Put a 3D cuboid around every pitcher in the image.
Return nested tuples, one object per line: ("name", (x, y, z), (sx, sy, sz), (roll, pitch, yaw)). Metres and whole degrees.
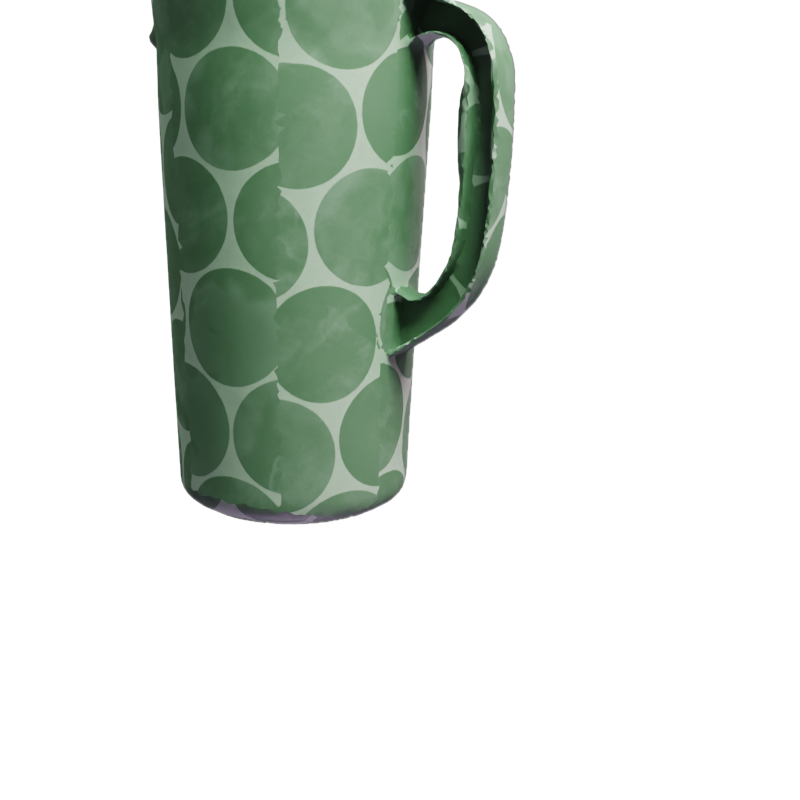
("pitcher", (-0.040, -0.073, 0.512), (0.142, 0.239, 0.155), (-2, 8, -15))
